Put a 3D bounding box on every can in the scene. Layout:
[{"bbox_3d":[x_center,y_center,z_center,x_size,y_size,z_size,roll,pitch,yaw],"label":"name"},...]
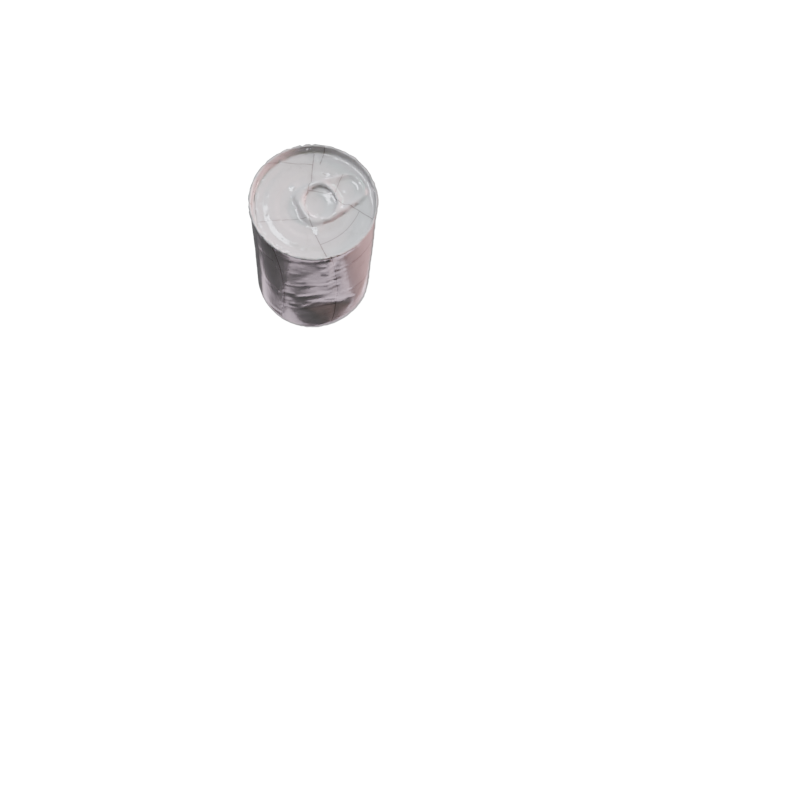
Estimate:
[{"bbox_3d":[-0.049,-0.089,0.622,0.068,0.072,0.097,0,-20,-3],"label":"can"}]
